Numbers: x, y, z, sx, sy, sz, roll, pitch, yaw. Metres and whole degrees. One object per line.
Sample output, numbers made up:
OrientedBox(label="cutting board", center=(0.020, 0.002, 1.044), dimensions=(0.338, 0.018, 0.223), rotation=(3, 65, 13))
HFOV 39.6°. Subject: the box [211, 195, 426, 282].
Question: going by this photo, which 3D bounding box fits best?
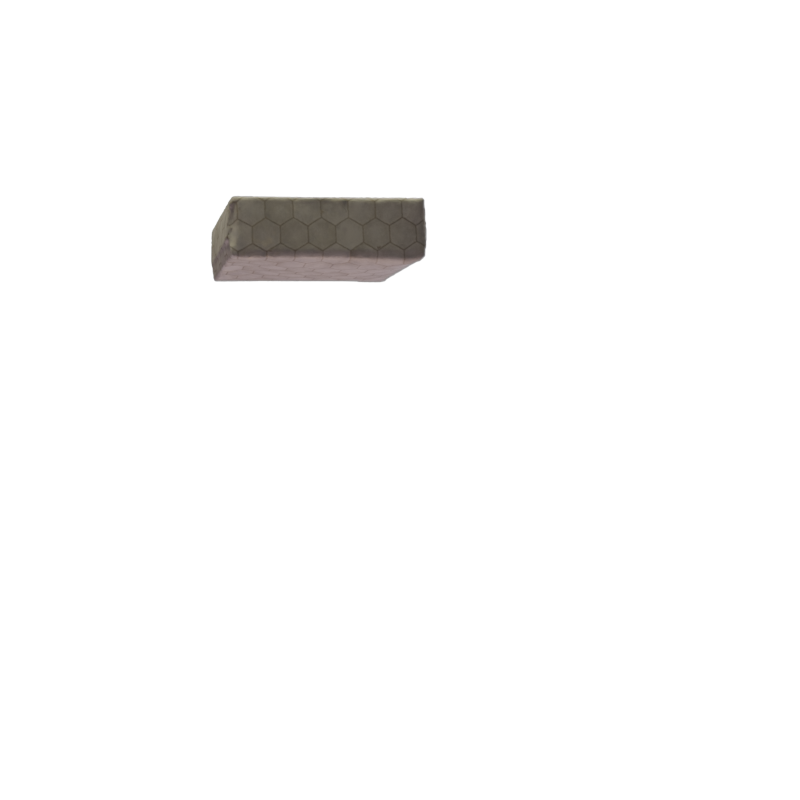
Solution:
OrientedBox(label="box", center=(-0.051, -0.093, 0.649), dimensions=(0.111, 0.040, 0.090), rotation=(1, -3, -13))
